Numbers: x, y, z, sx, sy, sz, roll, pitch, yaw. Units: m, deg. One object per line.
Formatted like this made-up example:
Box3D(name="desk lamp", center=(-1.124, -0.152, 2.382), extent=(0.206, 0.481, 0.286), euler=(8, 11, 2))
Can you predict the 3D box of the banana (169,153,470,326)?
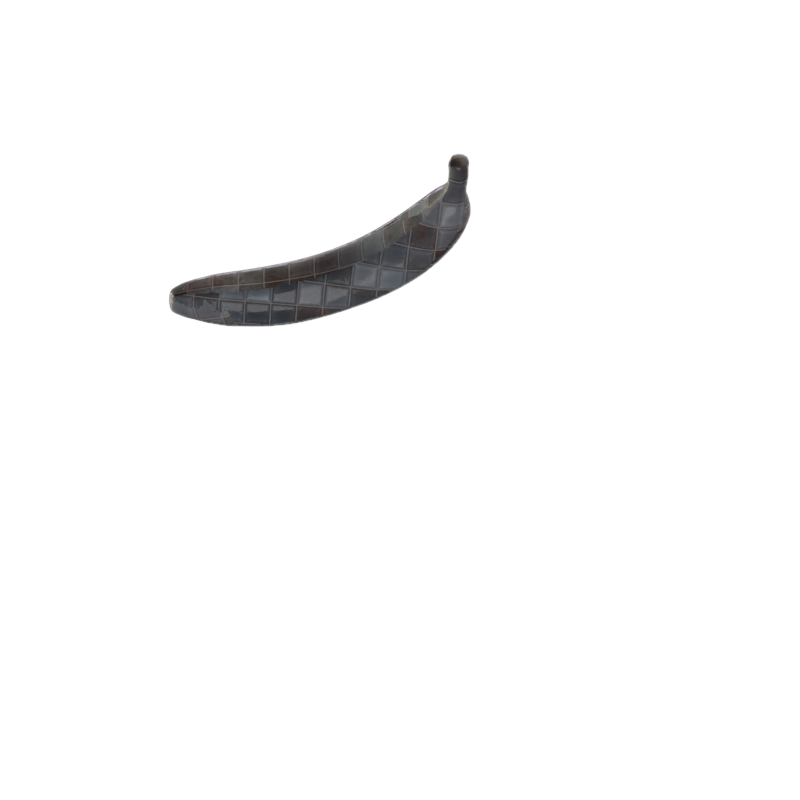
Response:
Box3D(name="banana", center=(-0.037, -0.080, 0.640), extent=(0.198, 0.039, 0.065), euler=(-24, -53, 19))
